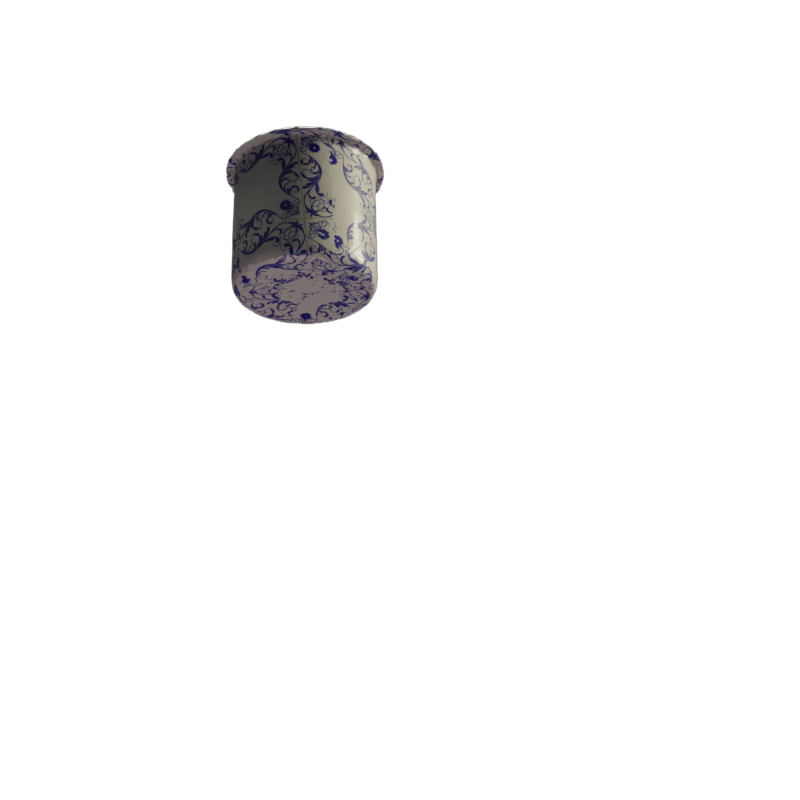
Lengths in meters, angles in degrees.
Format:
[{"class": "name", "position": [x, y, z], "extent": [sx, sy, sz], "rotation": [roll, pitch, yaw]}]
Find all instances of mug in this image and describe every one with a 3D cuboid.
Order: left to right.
[{"class": "mug", "position": [-0.050, -0.091, 0.640], "extent": [0.094, 0.087, 0.108], "rotation": [-11, -29, 19]}]
